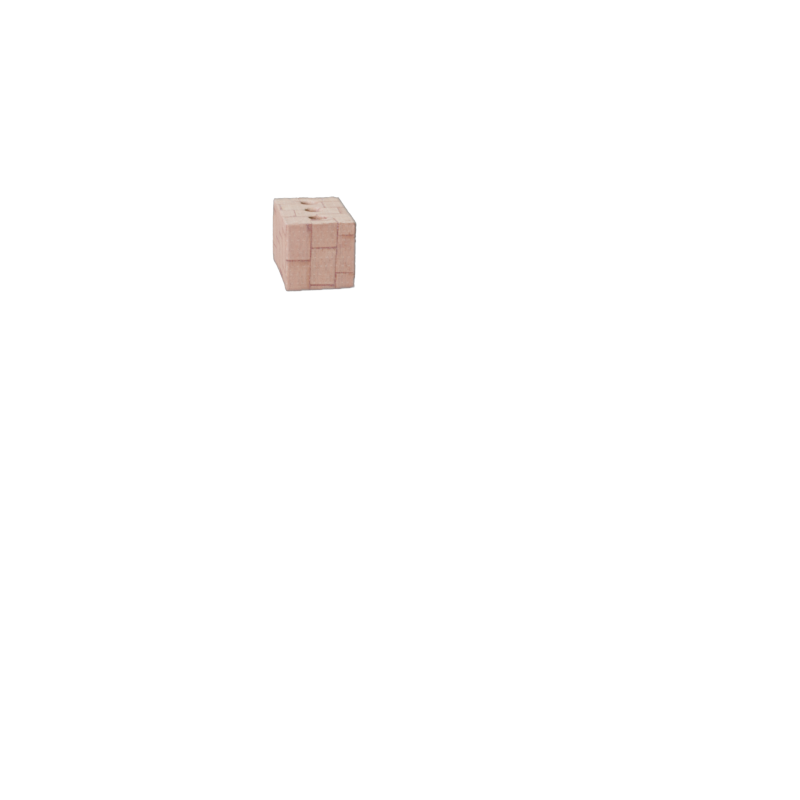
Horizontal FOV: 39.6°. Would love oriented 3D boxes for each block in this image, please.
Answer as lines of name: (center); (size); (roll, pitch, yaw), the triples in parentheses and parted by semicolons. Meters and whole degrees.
block: (-0.065, -0.118, 0.824); (0.052, 0.049, 0.082); (-4, 22, -12)
